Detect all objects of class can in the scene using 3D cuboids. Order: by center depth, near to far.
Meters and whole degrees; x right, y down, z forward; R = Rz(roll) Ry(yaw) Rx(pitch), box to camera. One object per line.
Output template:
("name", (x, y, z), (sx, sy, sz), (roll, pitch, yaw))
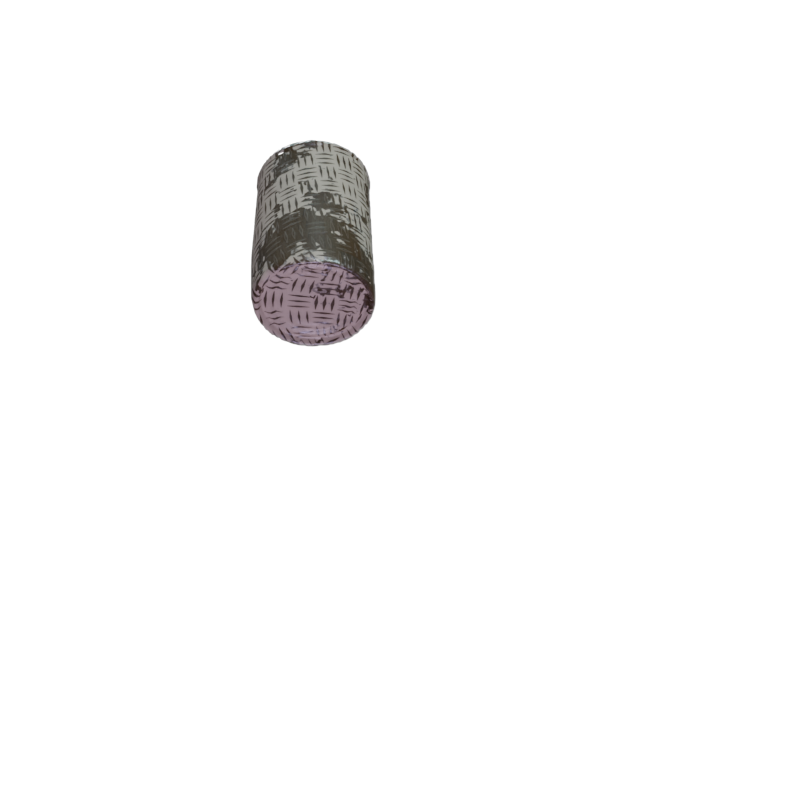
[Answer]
("can", (-0.049, -0.089, 0.627), (0.068, 0.110, 0.064), (-1, -44, -3))
